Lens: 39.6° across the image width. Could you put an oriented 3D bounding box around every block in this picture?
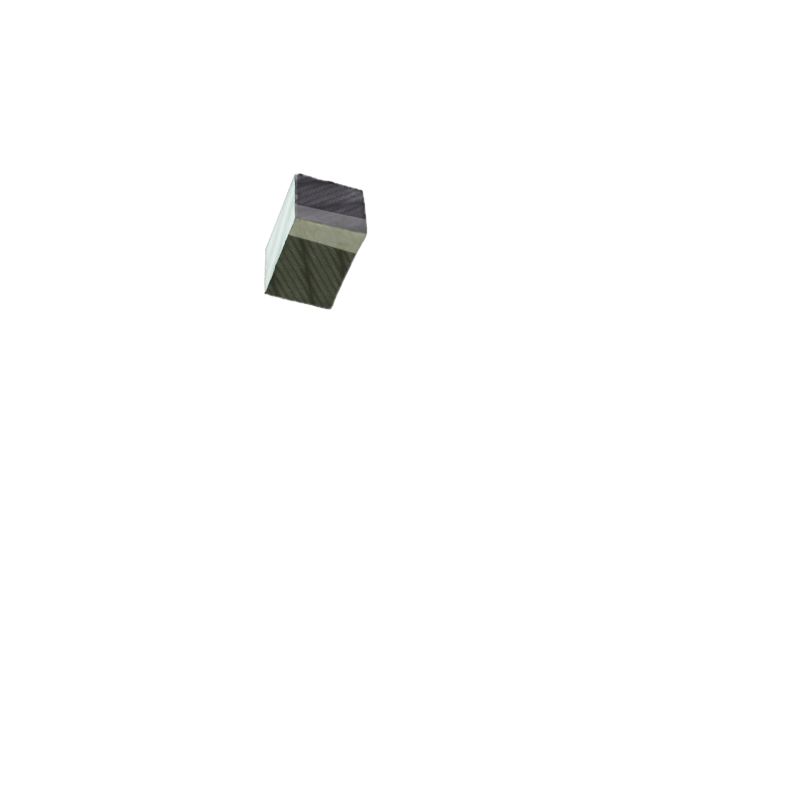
[{"bbox_3d":[-0.061,-0.112,0.784,0.051,0.055,0.074,14,-46,-16],"label":"block"}]
